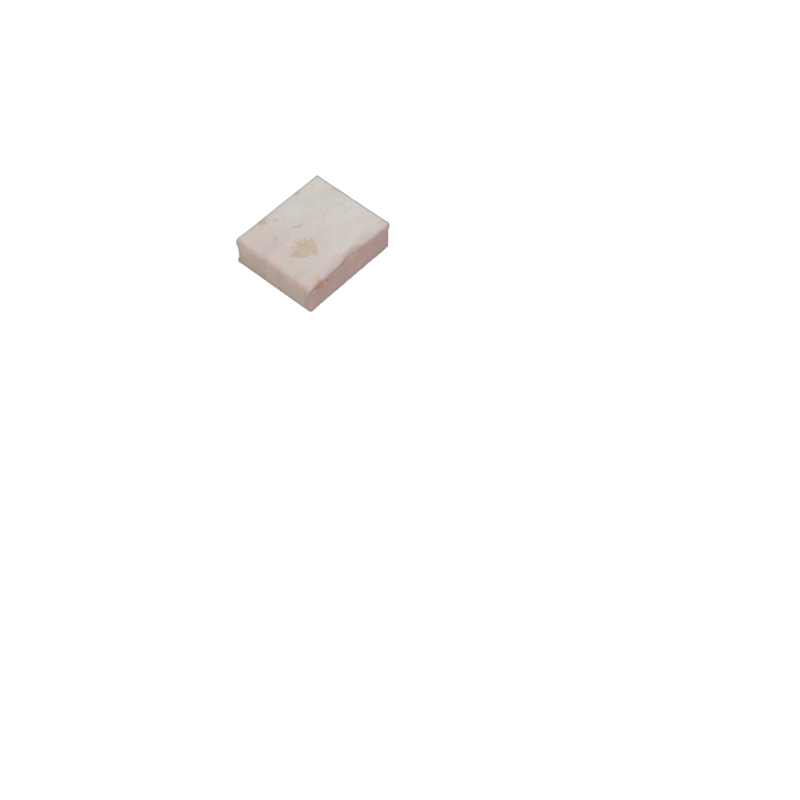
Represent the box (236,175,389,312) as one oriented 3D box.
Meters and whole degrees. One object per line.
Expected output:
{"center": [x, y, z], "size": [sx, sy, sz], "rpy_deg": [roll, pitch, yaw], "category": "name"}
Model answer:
{"center": [-0.063, -0.115, 0.808], "size": [0.077, 0.028, 0.090], "rpy_deg": [35, 59, 24], "category": "box"}
